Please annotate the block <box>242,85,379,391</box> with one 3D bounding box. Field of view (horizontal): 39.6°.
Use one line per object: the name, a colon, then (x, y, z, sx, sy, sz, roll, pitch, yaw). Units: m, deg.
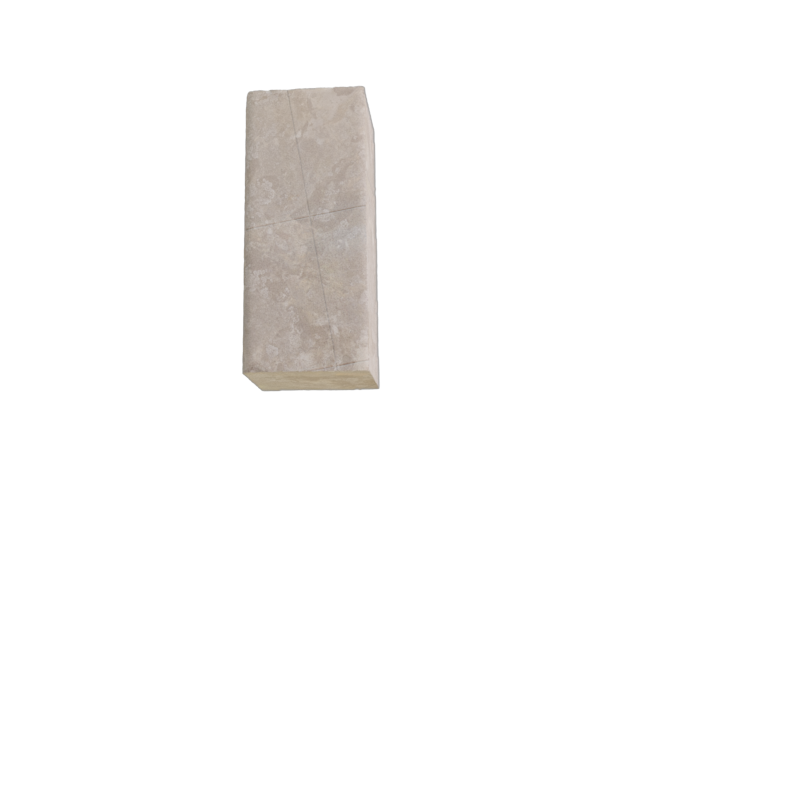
block: (-0.064, -0.116, 0.813, 0.091, 0.214, 0.087, -2, -14, 4)
